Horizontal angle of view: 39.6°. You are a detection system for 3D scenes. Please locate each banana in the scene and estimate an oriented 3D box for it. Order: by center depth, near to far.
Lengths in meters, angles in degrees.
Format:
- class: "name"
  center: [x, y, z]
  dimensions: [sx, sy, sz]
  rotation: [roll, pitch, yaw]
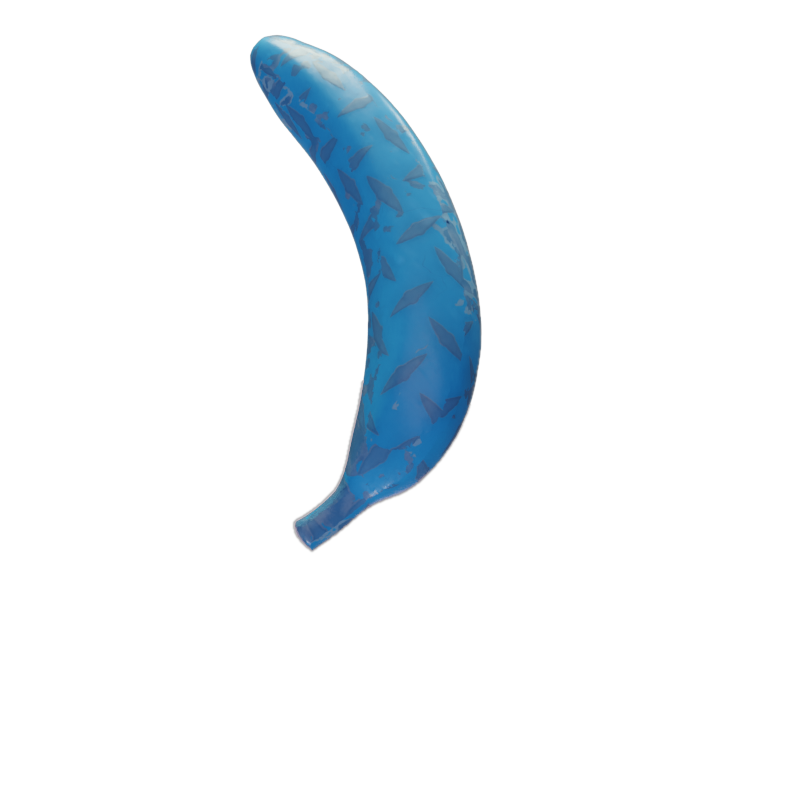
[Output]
- class: "banana"
  center: [-0.011, -0.053, 0.384]
  dimensions: [0.069, 0.211, 0.035]
  rotation: [-6, -28, -4]
